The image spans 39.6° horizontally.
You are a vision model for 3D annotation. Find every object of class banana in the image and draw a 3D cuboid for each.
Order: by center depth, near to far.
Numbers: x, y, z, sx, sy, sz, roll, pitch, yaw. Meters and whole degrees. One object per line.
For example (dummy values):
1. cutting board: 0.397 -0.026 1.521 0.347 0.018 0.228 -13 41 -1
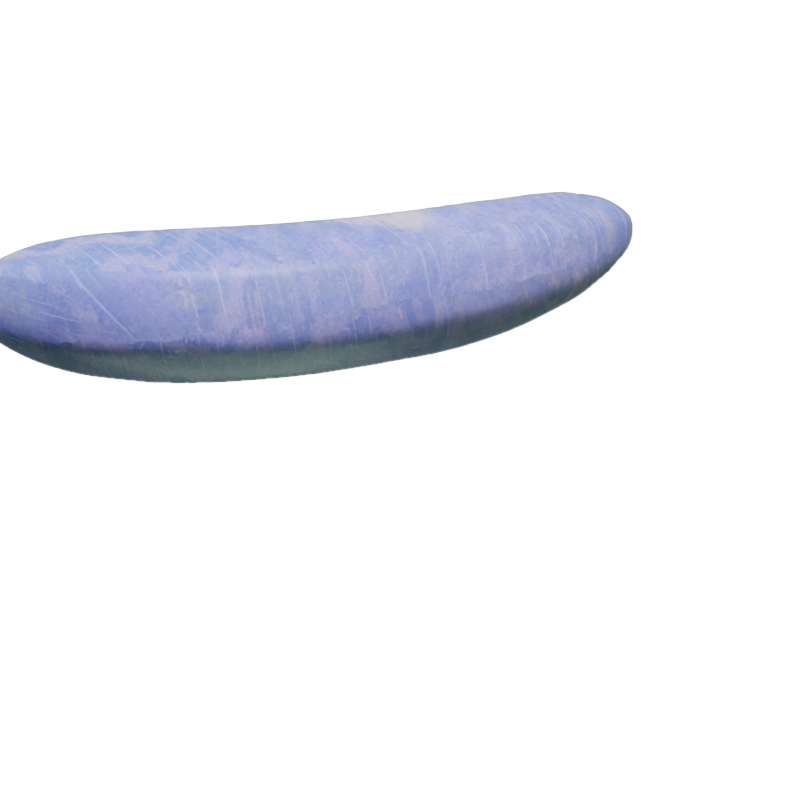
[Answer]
1. banana: -0.024 -0.033 0.290 0.196 0.035 0.074 -4 31 -7
